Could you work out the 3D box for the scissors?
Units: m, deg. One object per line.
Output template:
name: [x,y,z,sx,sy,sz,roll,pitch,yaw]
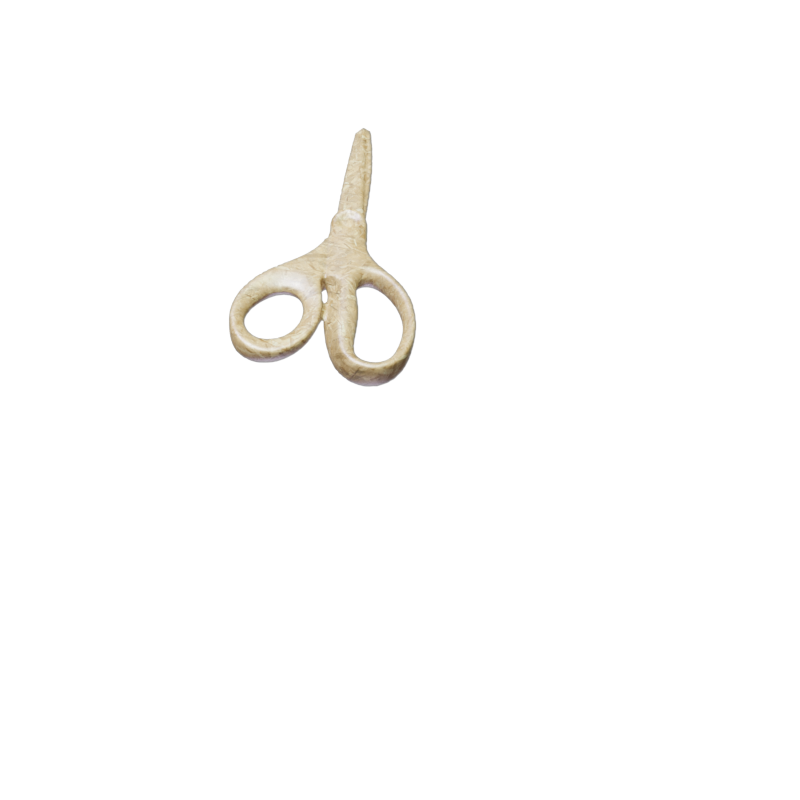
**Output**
scissors: [-0.044,-0.081,0.568,0.095,0.015,0.218,-7,43,-8]
